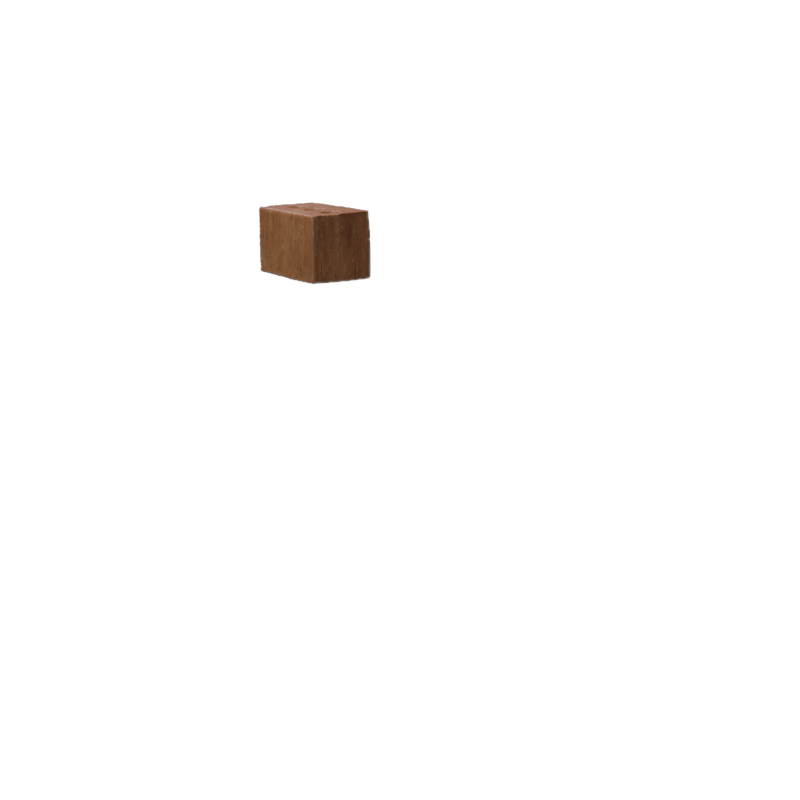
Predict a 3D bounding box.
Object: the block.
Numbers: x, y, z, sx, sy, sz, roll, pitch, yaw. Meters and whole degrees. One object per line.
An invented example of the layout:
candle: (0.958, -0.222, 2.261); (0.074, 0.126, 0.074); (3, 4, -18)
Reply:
block: (-0.066, -0.120, 0.839); (0.051, 0.050, 0.082); (-8, 16, -36)
